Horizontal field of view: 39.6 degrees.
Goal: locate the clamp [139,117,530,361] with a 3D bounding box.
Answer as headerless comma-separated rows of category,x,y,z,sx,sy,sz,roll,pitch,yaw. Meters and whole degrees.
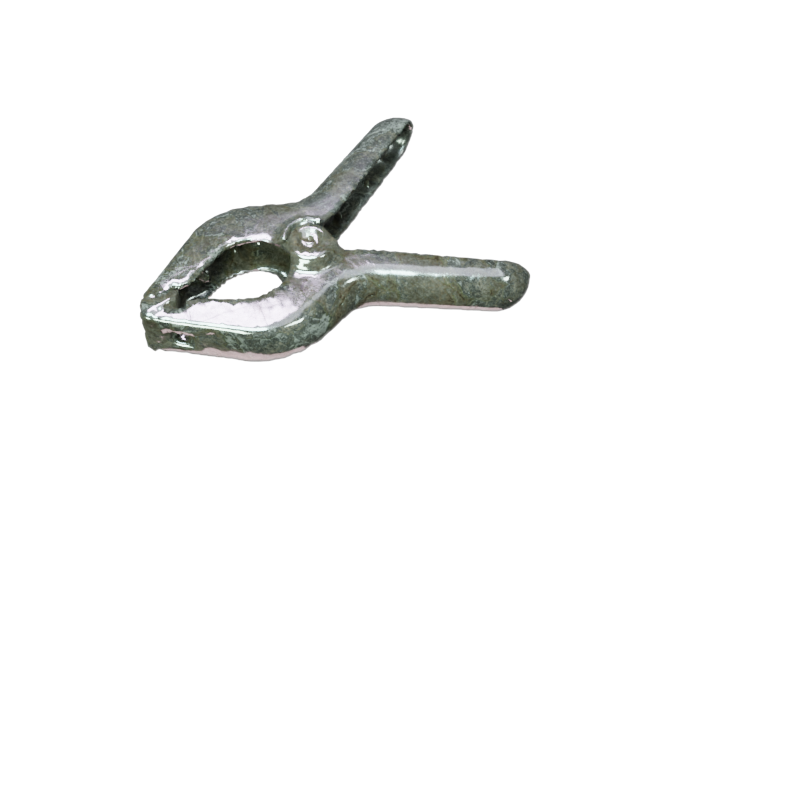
clamp,-0.040,-0.073,0.513,0.170,0.130,0.036,-14,-40,-13
